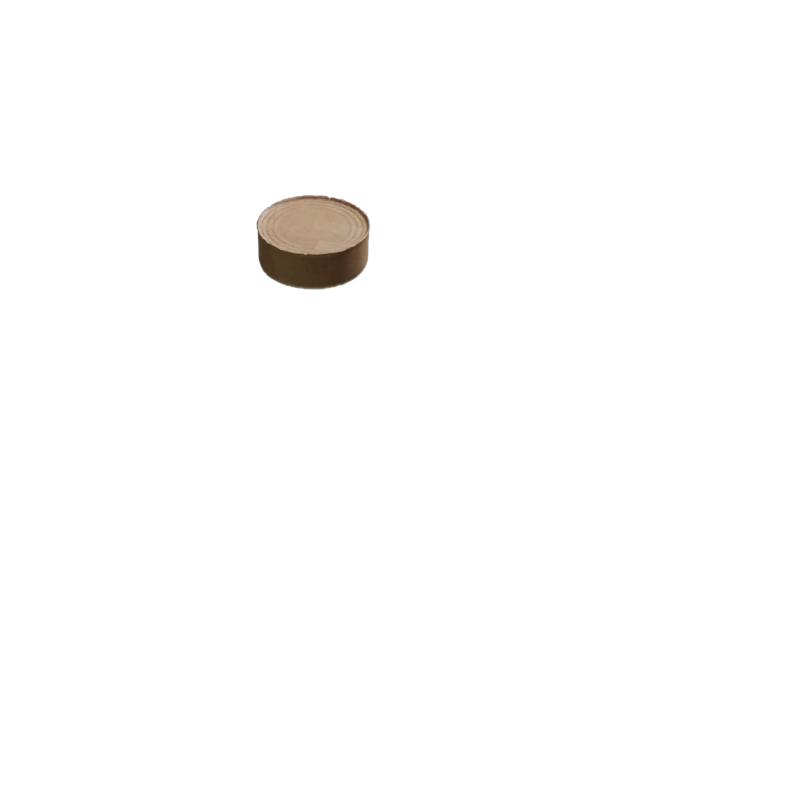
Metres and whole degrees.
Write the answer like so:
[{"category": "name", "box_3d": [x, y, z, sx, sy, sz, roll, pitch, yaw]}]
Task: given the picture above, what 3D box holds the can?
[{"category": "can", "box_3d": [-0.066, -0.120, 0.843, 0.086, 0.031, 0.092, -1, 38, -2]}]
